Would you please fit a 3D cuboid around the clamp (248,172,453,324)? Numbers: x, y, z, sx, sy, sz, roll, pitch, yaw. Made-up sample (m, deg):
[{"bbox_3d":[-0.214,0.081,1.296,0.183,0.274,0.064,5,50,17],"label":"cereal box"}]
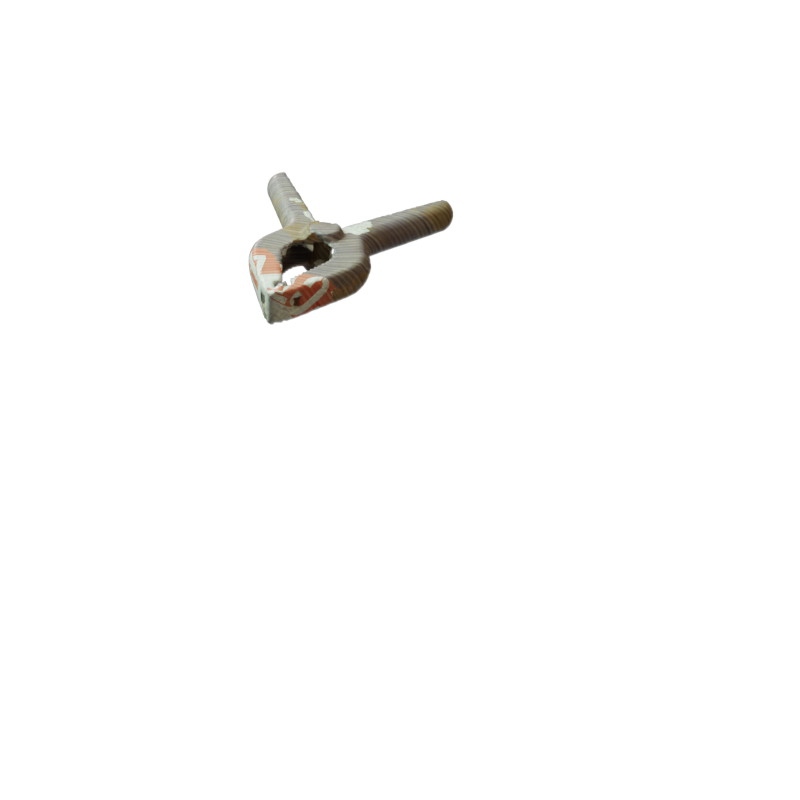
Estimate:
[{"bbox_3d":[-0.069,-0.126,0.884,0.171,0.034,0.215,15,36,21],"label":"clamp"}]
